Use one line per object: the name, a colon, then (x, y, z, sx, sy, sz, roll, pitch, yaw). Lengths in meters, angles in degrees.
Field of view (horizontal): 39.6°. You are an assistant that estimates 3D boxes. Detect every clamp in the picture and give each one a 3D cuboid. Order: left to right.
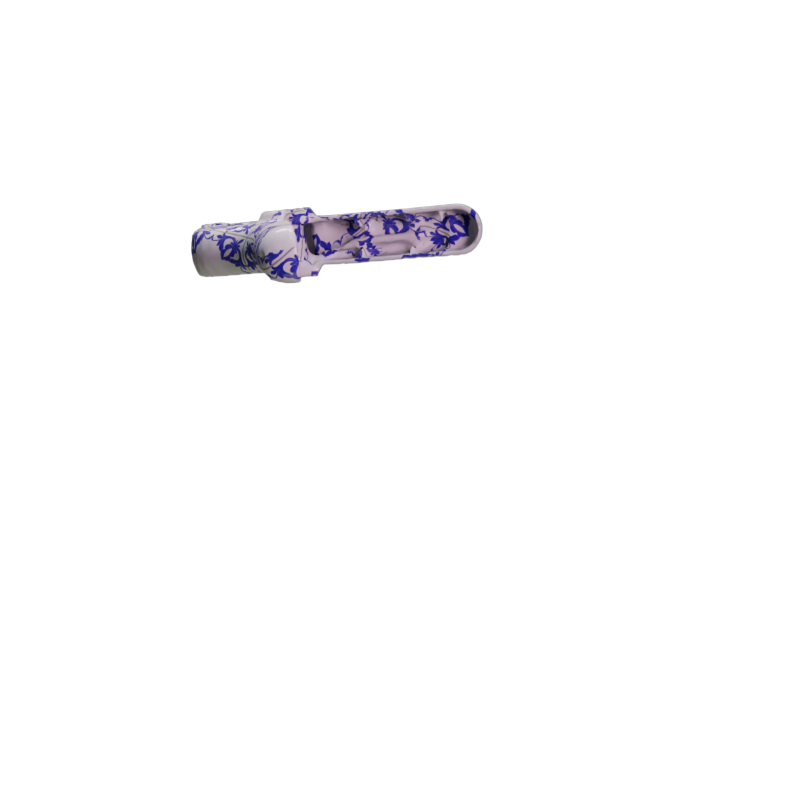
clamp: (-0.044, -0.081, 0.564, 0.117, 0.039, 0.179, -5, 11, -29)
